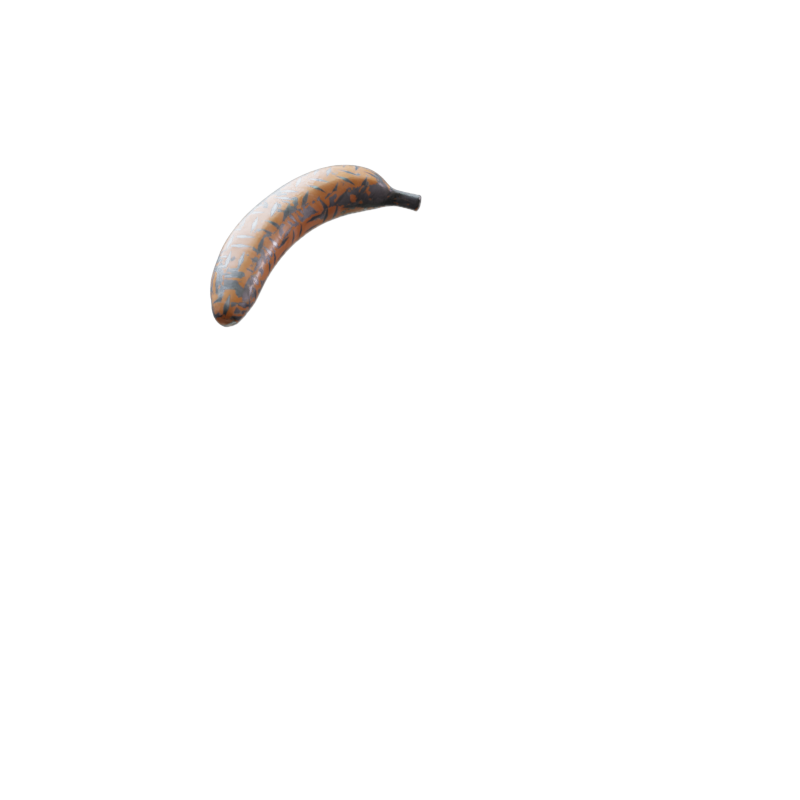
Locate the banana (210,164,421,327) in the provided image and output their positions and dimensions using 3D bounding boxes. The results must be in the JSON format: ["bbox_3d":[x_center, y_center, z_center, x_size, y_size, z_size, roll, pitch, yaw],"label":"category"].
[{"bbox_3d":[-0.070,-0.118,0.761,0.074,0.034,0.199,29,50,28],"label":"banana"}]
